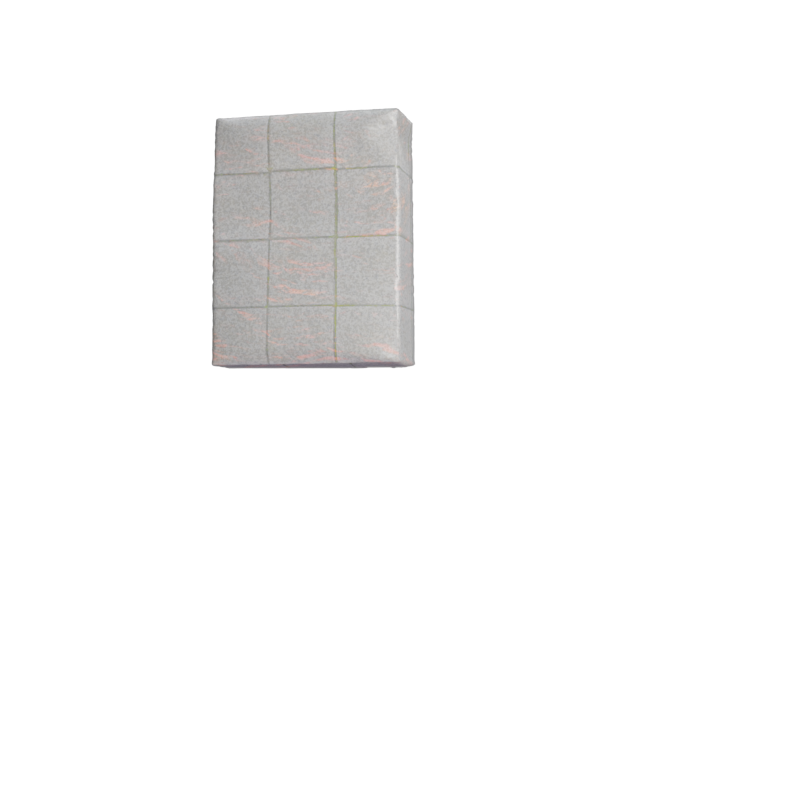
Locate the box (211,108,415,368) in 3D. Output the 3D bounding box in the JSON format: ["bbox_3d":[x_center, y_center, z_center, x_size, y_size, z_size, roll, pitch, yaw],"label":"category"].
[{"bbox_3d":[-0.074,-0.134,0.942,0.167,0.217,0.069,-1,-6,14],"label":"box"}]
